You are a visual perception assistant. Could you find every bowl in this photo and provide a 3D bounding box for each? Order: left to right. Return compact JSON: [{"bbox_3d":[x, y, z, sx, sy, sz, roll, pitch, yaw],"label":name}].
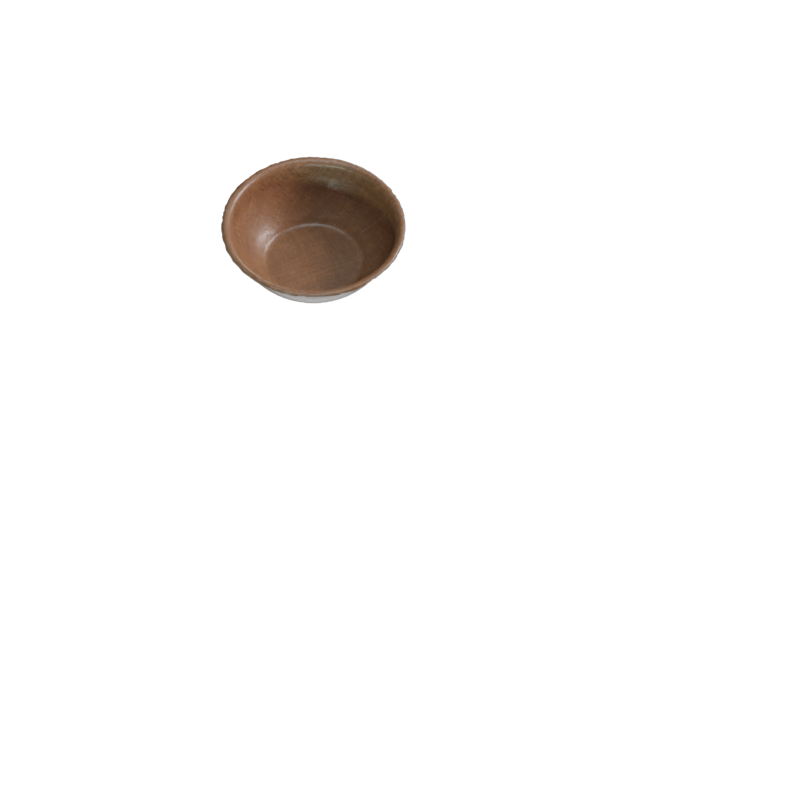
[{"bbox_3d":[-0.077,-0.141,0.988,0.162,0.174,0.051,-1,-37,-1],"label":"bowl"}]
